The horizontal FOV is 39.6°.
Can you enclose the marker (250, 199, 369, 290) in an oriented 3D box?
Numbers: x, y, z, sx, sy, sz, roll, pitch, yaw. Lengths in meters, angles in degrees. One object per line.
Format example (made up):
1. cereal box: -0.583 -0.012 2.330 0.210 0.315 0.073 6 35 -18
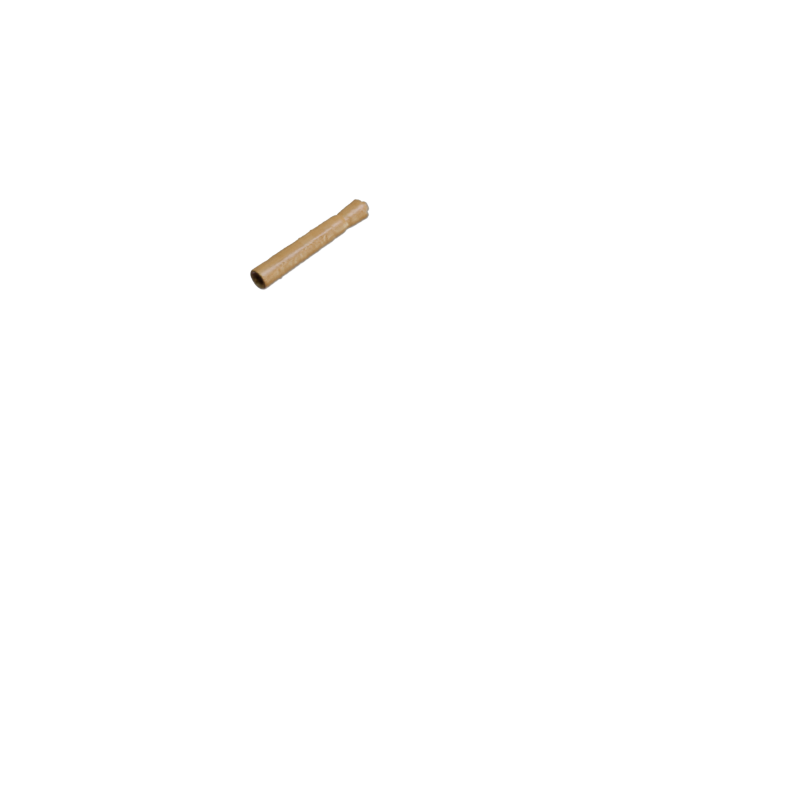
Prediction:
1. marker: -0.070 -0.128 0.897 0.122 0.019 0.021 -39 25 -28
